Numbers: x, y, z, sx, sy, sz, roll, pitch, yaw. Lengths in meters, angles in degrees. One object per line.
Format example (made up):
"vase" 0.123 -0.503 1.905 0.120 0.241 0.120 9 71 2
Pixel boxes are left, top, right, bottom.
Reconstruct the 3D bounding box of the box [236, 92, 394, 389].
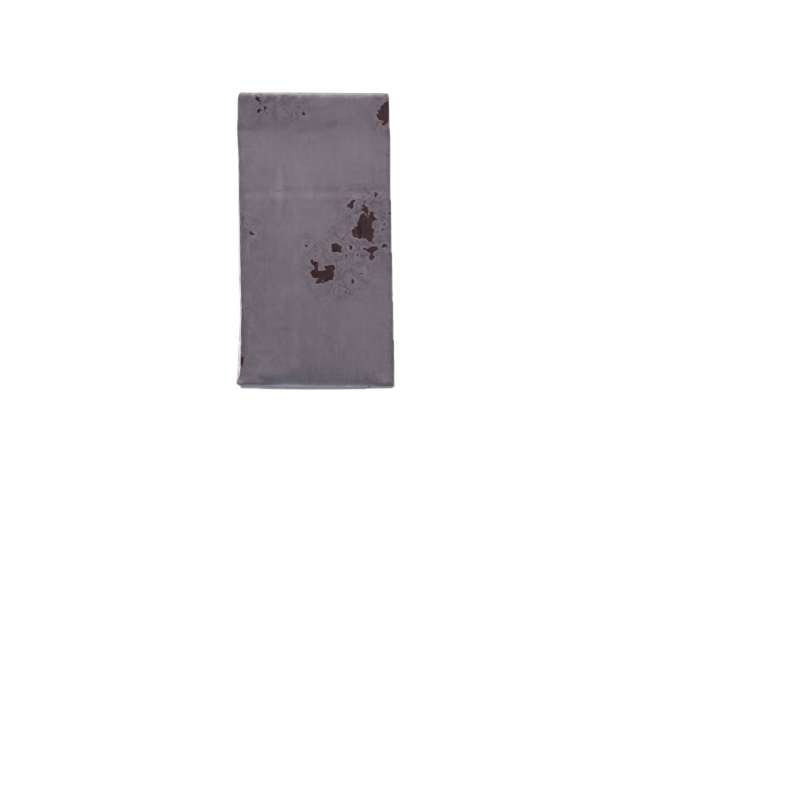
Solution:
"box" -0.052 -0.095 0.668 0.093 0.180 0.047 0 -8 -4
